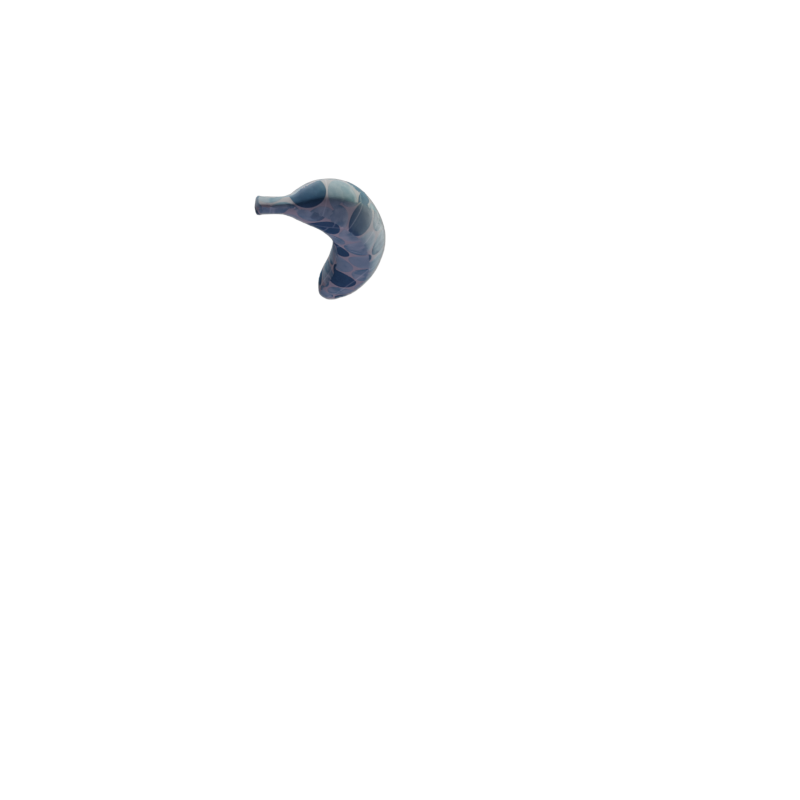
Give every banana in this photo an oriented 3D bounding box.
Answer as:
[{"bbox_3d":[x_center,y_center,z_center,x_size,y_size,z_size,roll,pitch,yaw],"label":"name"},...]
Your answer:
[{"bbox_3d":[-0.044,-0.114,0.778,0.070,0.038,0.187,-3,-15,10],"label":"banana"}]
